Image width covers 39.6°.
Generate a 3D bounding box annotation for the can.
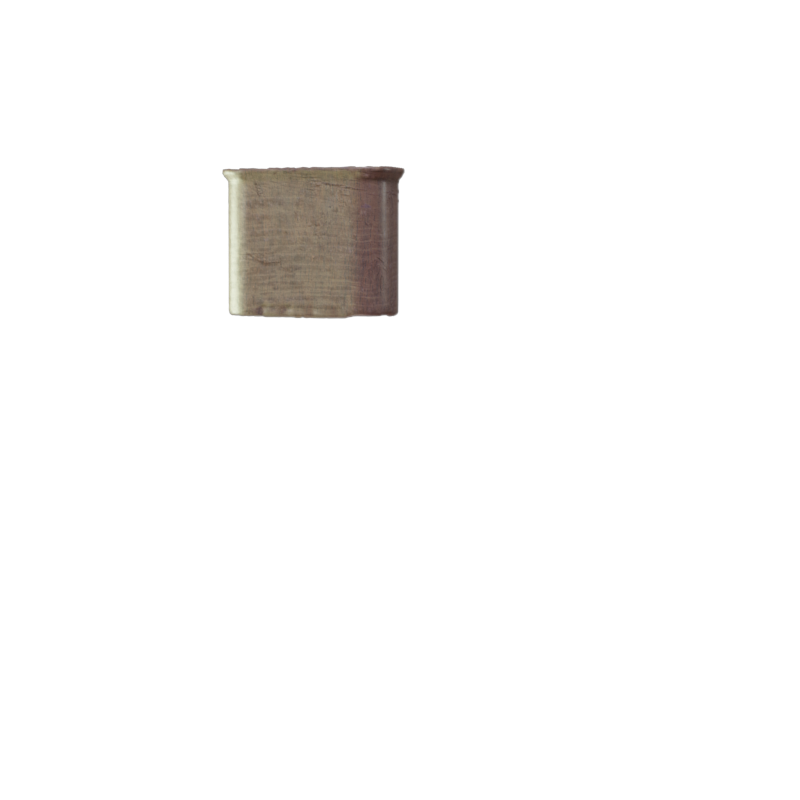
[{"bbox_3d":[-0.050,-0.091,0.635,0.104,0.083,0.057,2,4,18],"label":"can"}]
